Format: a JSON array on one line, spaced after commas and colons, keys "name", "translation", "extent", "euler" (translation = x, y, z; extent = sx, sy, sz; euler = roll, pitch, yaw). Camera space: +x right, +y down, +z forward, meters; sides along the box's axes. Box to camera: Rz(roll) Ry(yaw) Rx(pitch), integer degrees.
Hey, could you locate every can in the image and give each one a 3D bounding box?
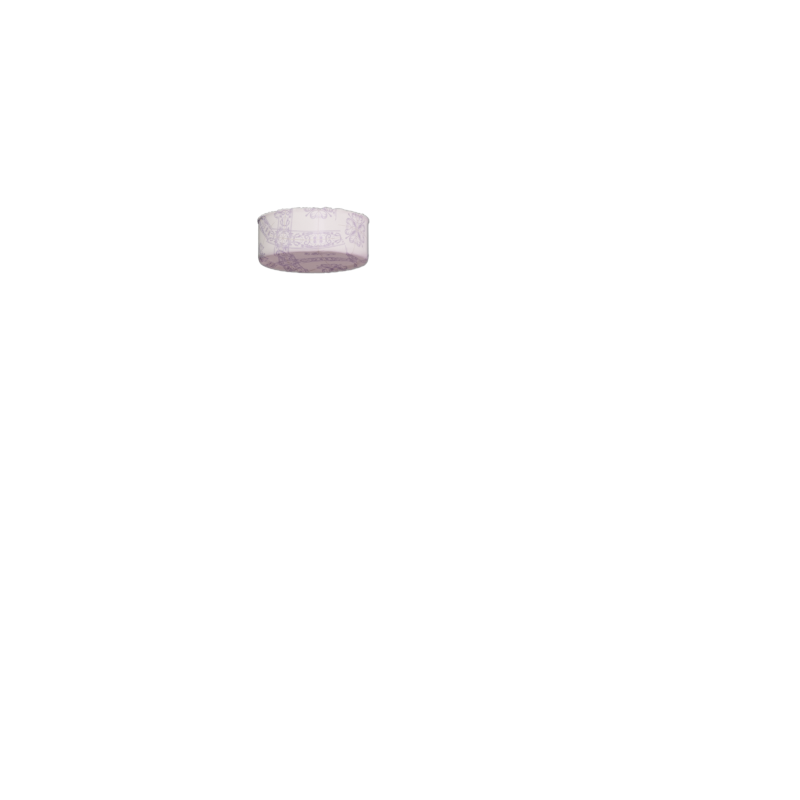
[{"name": "can", "translation": [-0.066, -0.120, 0.843], "extent": [0.086, 0.034, 0.084], "euler": [0, -6, -2]}]
